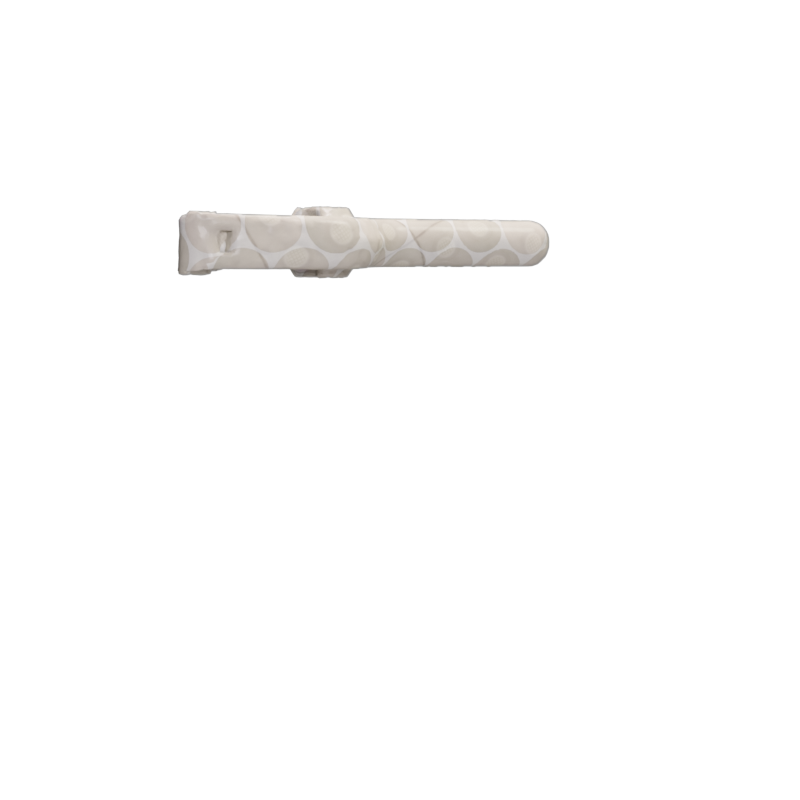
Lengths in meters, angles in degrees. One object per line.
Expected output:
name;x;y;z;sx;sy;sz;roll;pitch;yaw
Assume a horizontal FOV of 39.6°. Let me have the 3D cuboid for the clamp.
clamp;-0.045;-0.083;0.578;0.172;0.036;0.203;7;11;41
